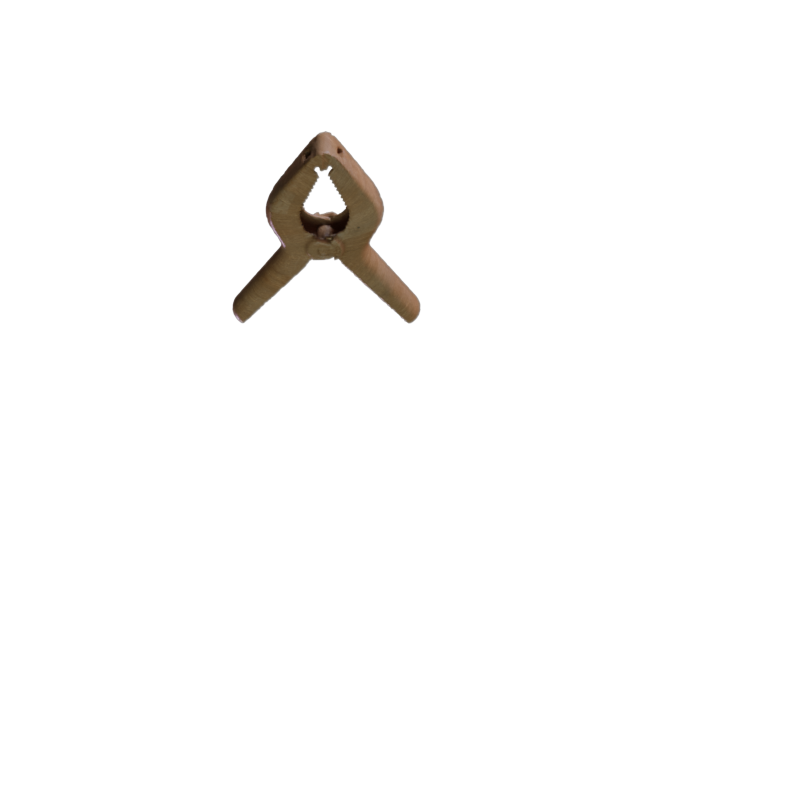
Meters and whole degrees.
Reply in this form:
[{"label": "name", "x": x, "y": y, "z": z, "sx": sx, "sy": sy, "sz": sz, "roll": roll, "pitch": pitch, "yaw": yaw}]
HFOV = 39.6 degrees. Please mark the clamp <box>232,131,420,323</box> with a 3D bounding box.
[{"label": "clamp", "x": -0.072, "y": -0.131, "z": 0.919, "sx": 0.165, "sy": 0.039, "sz": 0.194, "roll": -4, "pitch": -41, "yaw": 4}]
